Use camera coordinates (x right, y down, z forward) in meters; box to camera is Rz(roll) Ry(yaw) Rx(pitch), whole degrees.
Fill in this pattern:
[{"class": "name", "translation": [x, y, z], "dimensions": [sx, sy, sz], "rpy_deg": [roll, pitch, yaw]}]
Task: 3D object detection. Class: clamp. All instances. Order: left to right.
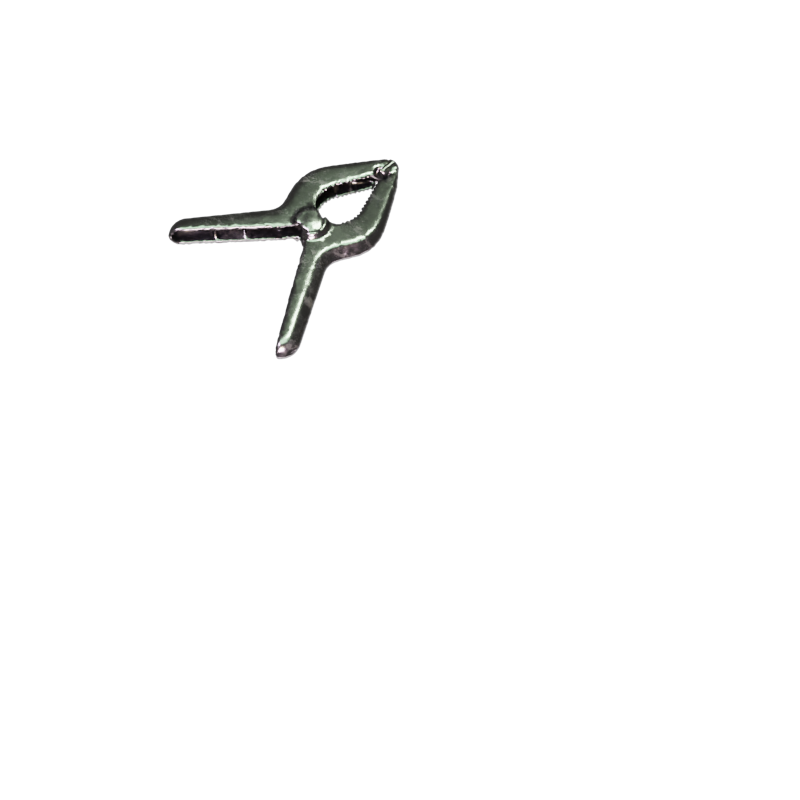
[{"class": "clamp", "translation": [-0.077, -0.140, 0.983], "dimensions": [0.210, 0.175, 0.034], "rpy_deg": [-31, -24, -16]}]
